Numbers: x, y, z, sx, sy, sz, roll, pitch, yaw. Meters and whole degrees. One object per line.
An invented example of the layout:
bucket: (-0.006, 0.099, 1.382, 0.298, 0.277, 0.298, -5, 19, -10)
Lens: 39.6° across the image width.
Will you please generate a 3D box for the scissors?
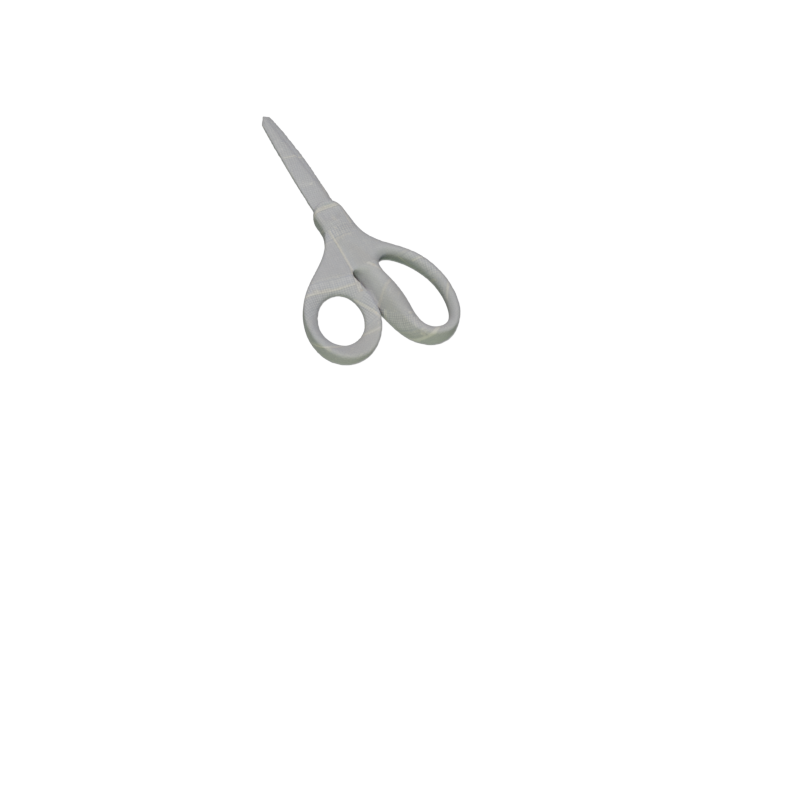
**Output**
scissors: (-0.052, -0.094, 0.659, 0.097, 0.215, 0.015, -35, -29, -23)
